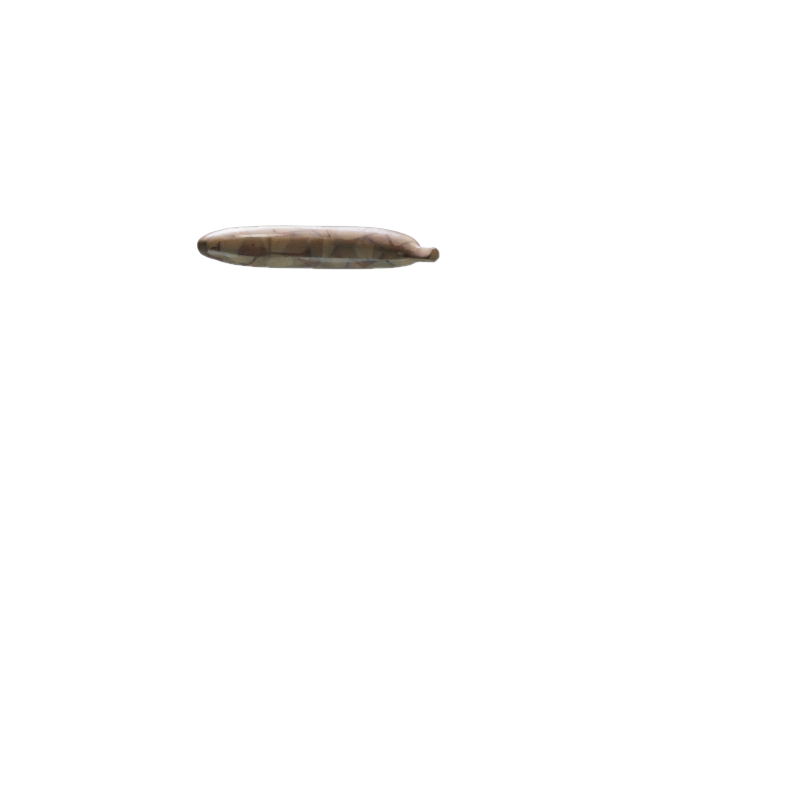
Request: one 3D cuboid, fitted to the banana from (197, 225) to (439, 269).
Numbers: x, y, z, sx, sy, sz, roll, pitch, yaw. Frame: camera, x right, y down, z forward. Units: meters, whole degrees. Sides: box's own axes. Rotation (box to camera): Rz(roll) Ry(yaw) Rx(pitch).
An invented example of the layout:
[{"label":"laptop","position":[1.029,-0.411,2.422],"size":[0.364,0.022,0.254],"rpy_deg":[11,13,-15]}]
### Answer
[{"label":"banana","position":[-0.070,-0.130,0.932],"size":[0.197,0.037,0.069],"rpy_deg":[0,-3,-3]}]
